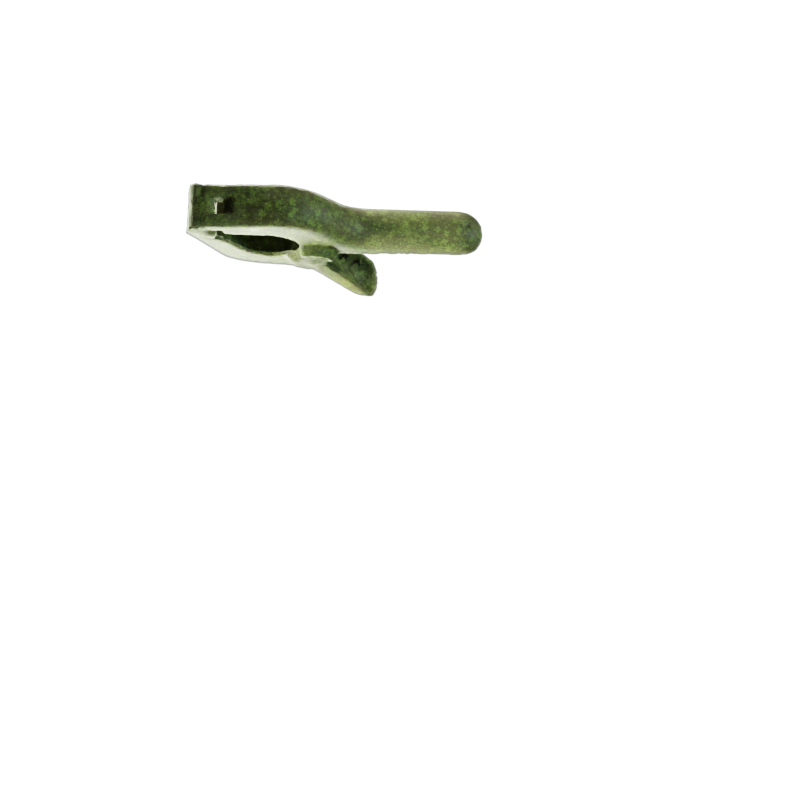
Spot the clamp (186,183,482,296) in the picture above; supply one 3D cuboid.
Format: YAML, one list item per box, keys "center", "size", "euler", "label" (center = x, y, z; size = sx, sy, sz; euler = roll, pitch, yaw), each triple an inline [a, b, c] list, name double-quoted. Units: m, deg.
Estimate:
- center: [-0.052, -0.095, 0.663]
  size: [0.165, 0.041, 0.118]
  euler: [9, -22, -23]
  label: "clamp"
